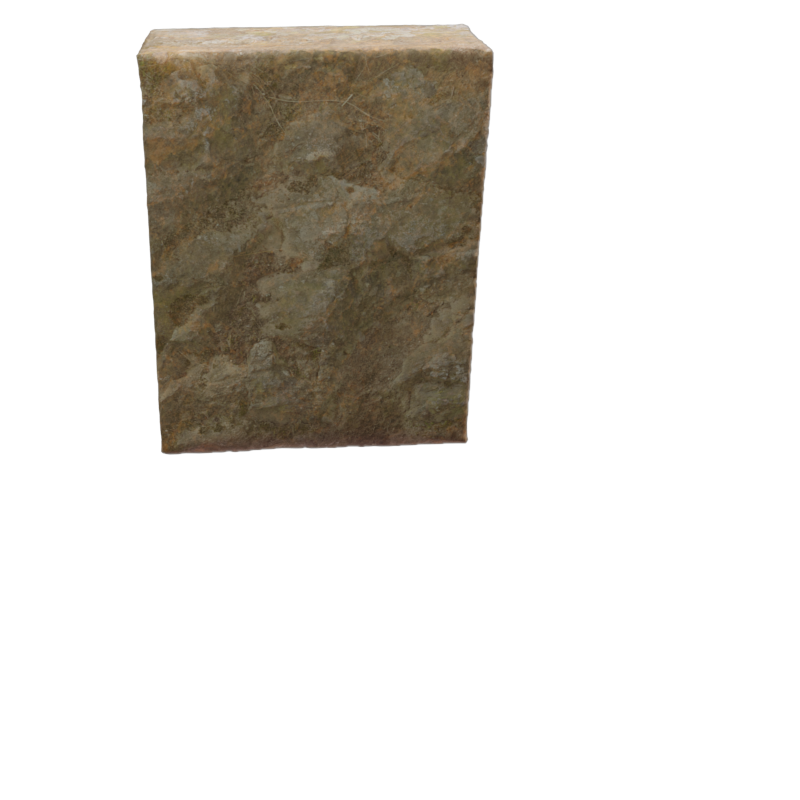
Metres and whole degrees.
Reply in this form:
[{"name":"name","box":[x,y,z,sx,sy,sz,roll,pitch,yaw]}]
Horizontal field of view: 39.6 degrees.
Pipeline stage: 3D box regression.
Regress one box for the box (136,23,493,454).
[{"name":"box","box":[-0.045,-0.081,0.569,0.163,0.203,0.076,-1,24,-5]}]
